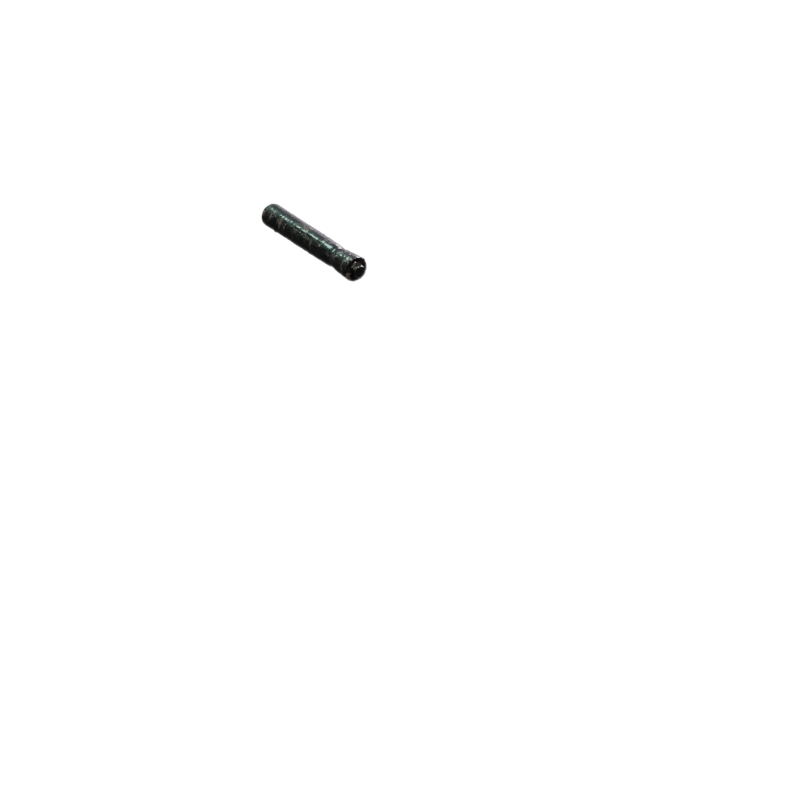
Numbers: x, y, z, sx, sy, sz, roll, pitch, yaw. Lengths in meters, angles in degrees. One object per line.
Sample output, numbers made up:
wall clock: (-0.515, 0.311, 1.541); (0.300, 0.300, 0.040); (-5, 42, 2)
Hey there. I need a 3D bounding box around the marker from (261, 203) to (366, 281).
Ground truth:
marker: (-0.064, -0.116, 0.814); (0.019, 0.019, 0.130); (-3, 27, -37)
